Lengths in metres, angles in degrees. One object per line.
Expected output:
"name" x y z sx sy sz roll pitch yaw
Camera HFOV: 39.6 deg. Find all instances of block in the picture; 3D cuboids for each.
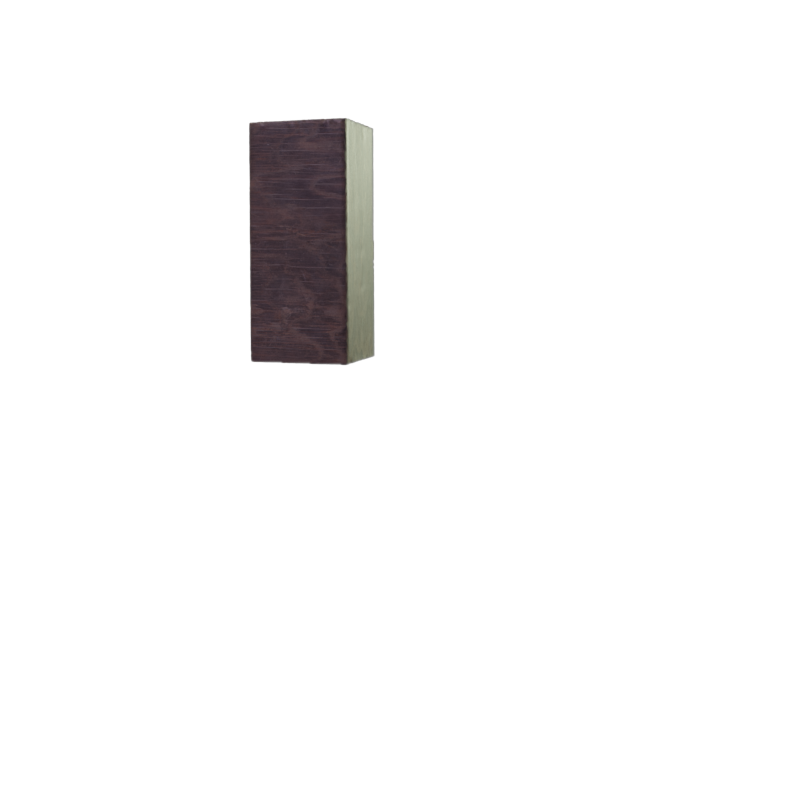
"block" -0.077 -0.139 0.977 0.093 0.206 0.088 0 1 17
